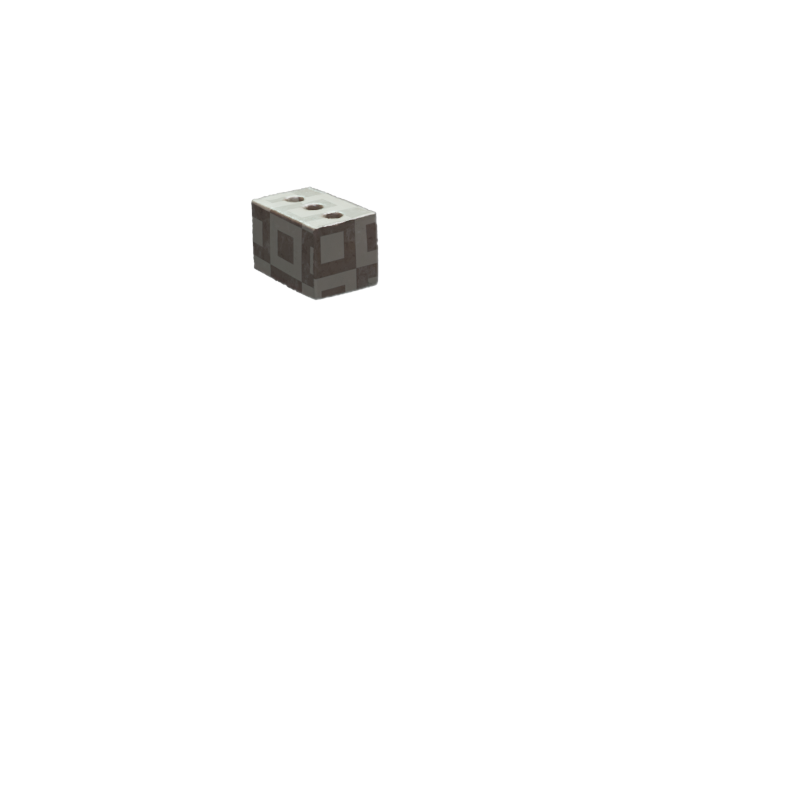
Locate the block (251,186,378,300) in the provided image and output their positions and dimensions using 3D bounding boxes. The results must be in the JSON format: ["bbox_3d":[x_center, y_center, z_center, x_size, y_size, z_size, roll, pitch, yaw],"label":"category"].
[{"bbox_3d":[-0.059,-0.107,0.748,0.052,0.049,0.083,-17,30,-35],"label":"block"}]
